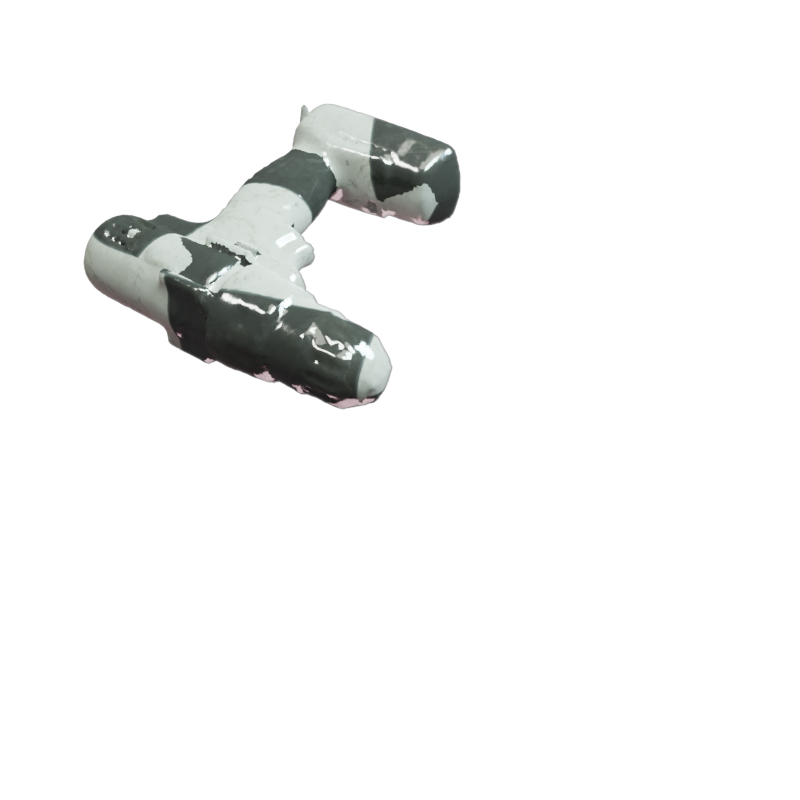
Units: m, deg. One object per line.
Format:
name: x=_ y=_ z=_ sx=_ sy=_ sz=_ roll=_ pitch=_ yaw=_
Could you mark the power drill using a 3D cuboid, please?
power drill: x=-0.047 y=-0.085 z=0.594 sx=0.195 sy=0.053 sz=0.191 roll=25 pitch=47 yaw=26
